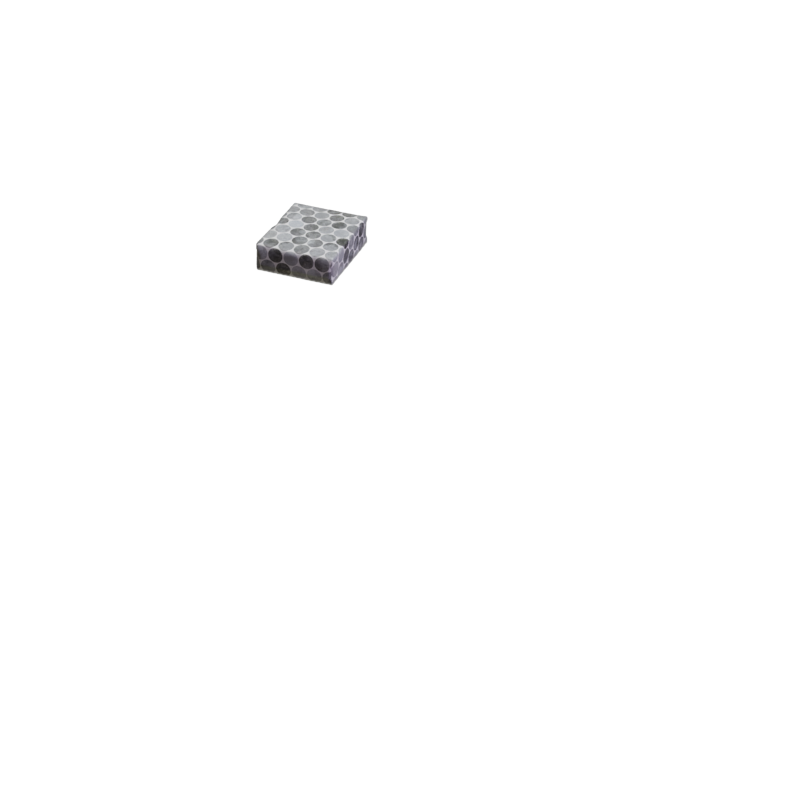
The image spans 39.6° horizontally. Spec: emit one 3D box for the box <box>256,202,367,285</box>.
[{"bbox_3d":[-0.077,-0.141,0.990,0.075,0.028,0.092,12,37,17],"label":"box"}]
